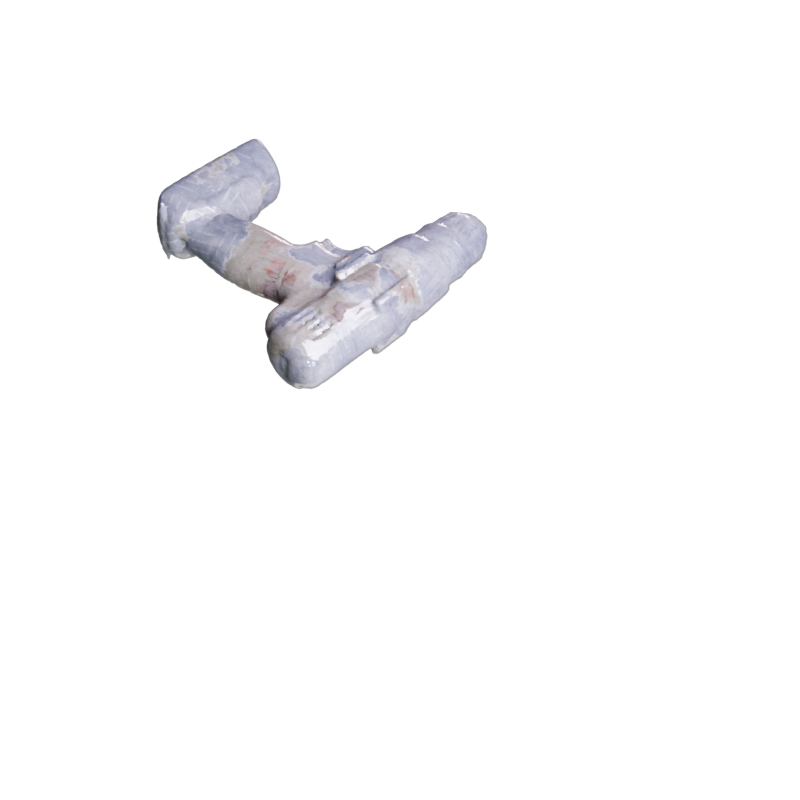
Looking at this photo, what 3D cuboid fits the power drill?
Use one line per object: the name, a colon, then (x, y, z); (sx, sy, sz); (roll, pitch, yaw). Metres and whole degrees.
power drill: (-0.059, -0.108, 0.753); (0.200, 0.053, 0.186); (34, 53, 30)
